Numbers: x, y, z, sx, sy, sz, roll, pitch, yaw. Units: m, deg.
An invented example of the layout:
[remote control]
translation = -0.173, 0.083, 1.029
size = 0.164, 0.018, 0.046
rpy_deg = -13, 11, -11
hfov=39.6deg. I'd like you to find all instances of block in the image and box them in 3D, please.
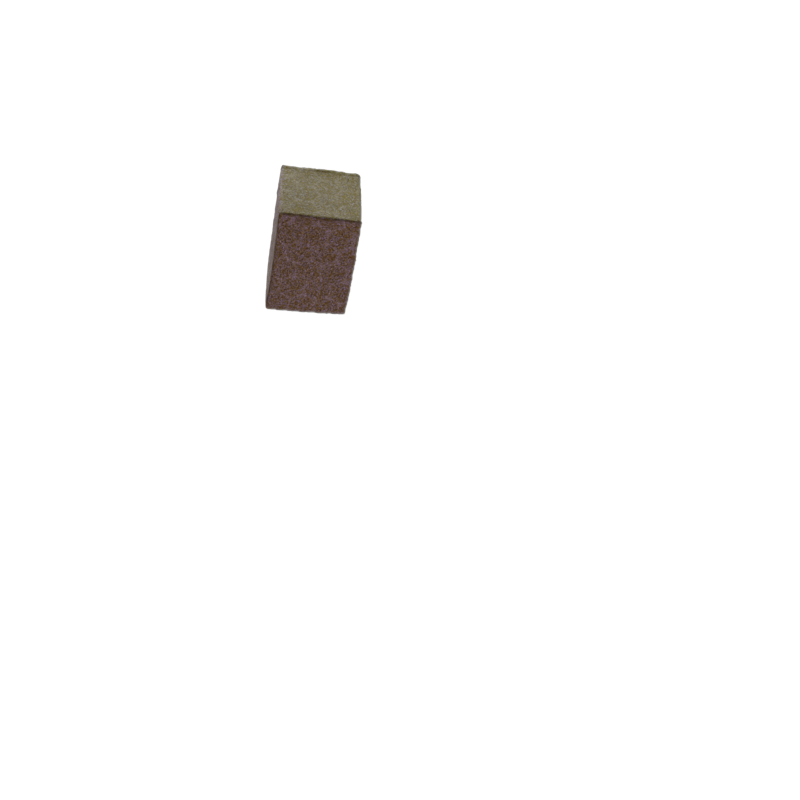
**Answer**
[block]
translation = -0.055, -0.100, 0.702
size = 0.052, 0.073, 0.055
rpy_deg = 6, 41, -8
